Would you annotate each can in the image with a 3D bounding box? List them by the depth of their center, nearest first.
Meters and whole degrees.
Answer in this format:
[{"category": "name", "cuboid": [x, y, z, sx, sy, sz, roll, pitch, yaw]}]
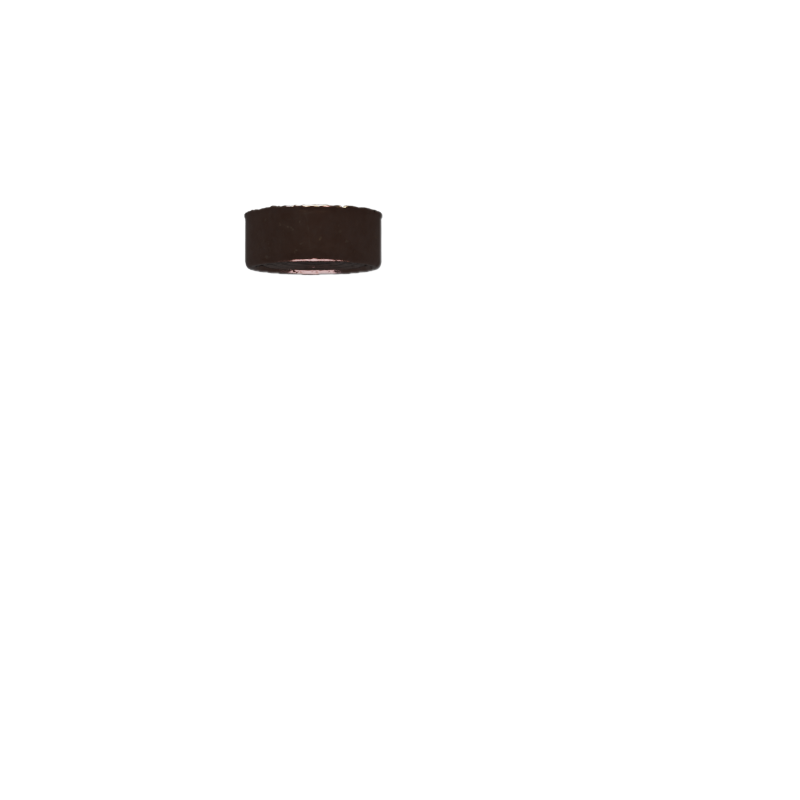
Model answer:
[{"category": "can", "cuboid": [-0.054, -0.098, 0.684, 0.086, 0.034, 0.085, 0, -1, -2]}]
